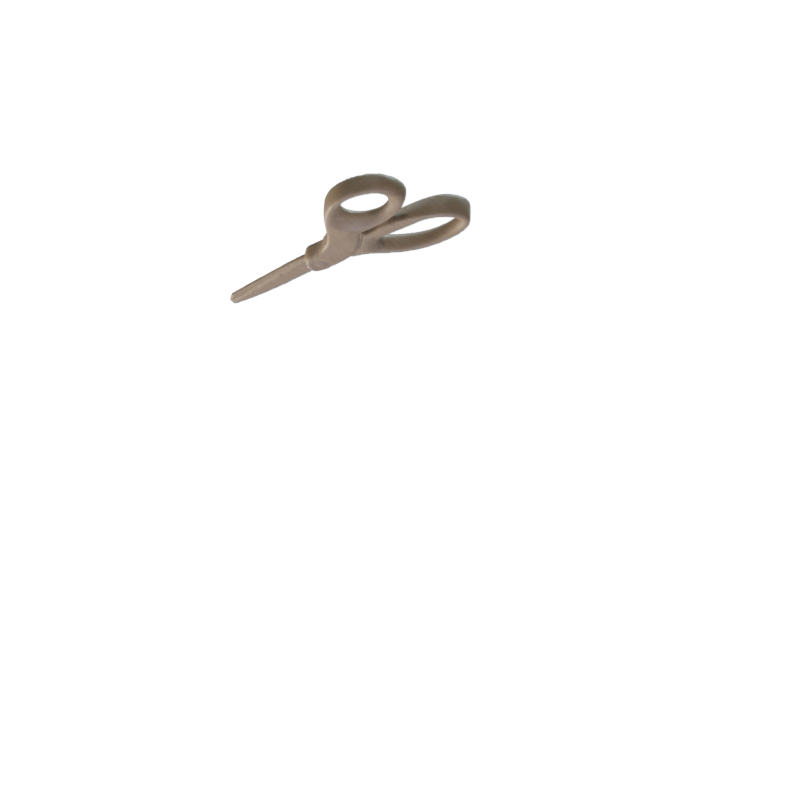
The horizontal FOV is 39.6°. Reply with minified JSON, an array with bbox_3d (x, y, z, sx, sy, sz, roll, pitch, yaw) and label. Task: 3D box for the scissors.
[{"bbox_3d":[-0.054,-0.099,0.694,0.205,0.017,0.090,-12,-23,30],"label":"scissors"}]
